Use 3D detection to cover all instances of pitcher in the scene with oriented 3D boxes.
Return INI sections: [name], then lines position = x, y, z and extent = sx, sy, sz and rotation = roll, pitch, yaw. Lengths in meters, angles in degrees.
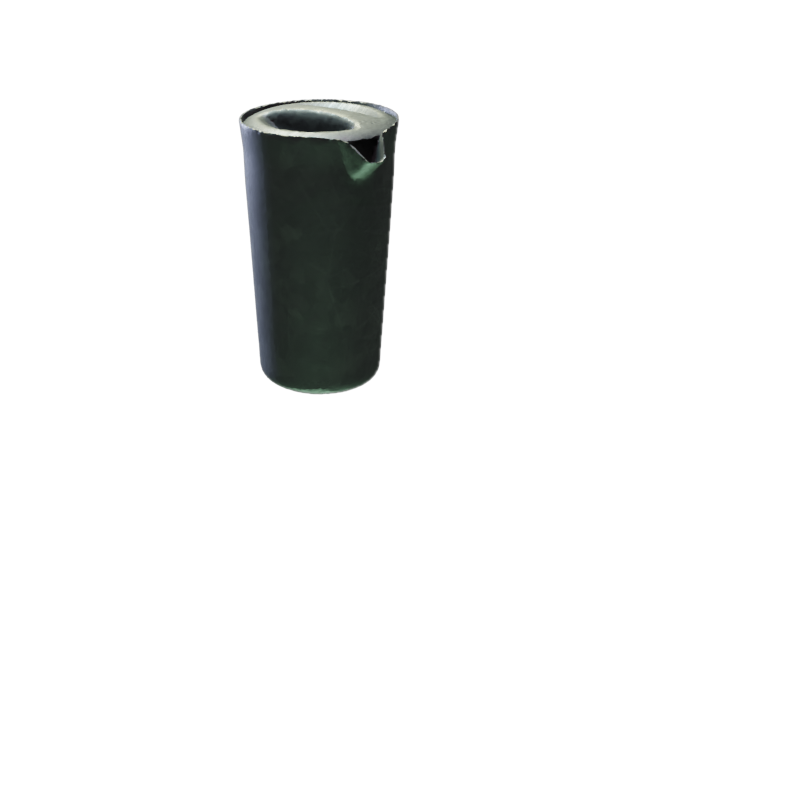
[pitcher]
position = -0.076, -0.138, 0.968
extent = 0.147, 0.231, 0.155
rotation = 4, 23, 7
